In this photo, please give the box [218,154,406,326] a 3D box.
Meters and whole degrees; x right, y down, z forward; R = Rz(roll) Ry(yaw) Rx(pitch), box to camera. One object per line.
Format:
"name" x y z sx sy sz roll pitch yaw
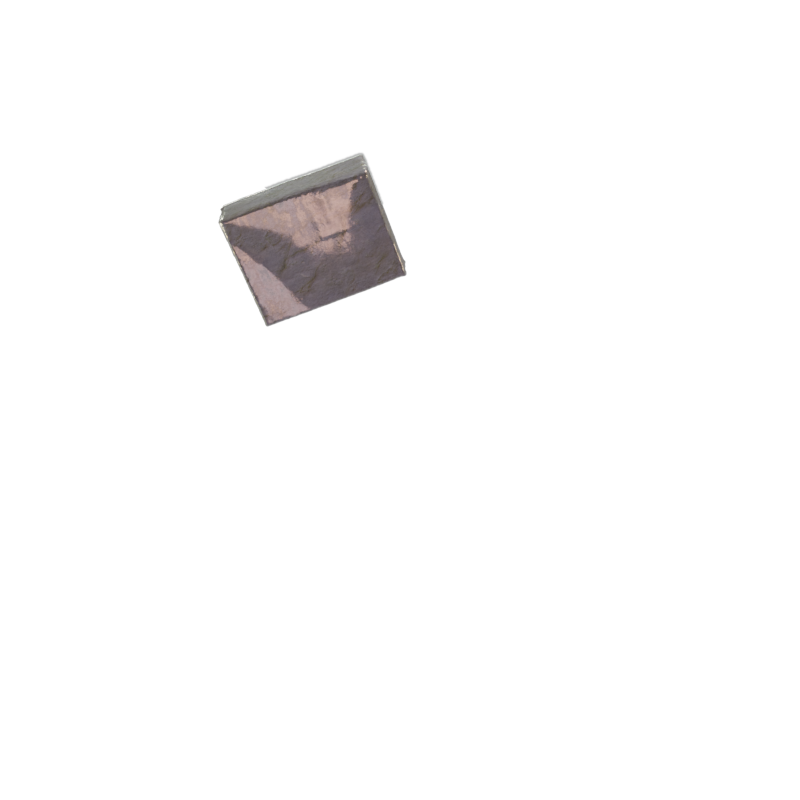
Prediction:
"box" -0.063 -0.114 0.801 0.114 0.085 0.041 -18 24 8
